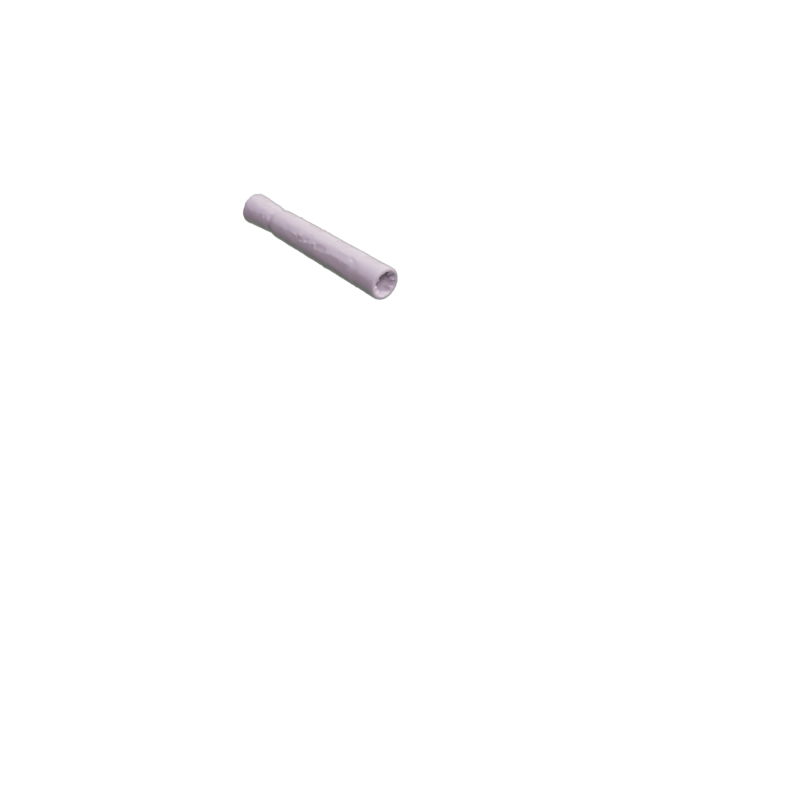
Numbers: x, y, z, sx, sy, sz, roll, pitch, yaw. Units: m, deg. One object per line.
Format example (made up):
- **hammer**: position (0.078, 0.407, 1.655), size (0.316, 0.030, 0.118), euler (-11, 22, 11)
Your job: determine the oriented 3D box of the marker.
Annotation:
- **marker**: position (-0.049, -0.089, 0.622), size (0.019, 0.019, 0.130), euler (-3, 28, -43)
